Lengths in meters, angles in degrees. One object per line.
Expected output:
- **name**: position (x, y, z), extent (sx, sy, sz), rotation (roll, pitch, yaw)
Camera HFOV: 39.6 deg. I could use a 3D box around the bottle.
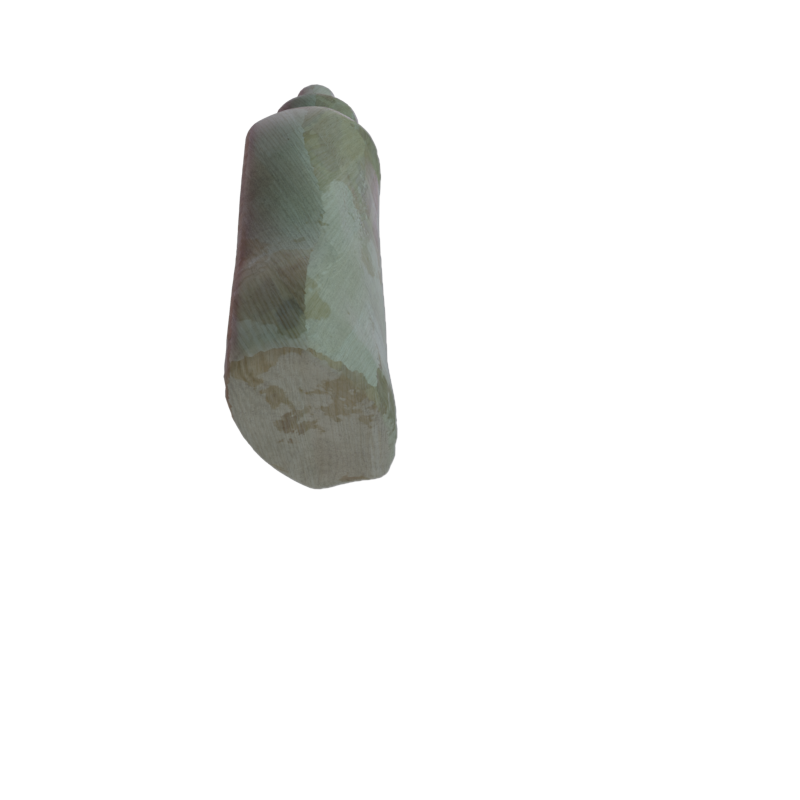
- **bottle**: position (-0.037, -0.068, 0.472), extent (0.059, 0.206, 0.088), rotation (-15, -41, 14)
